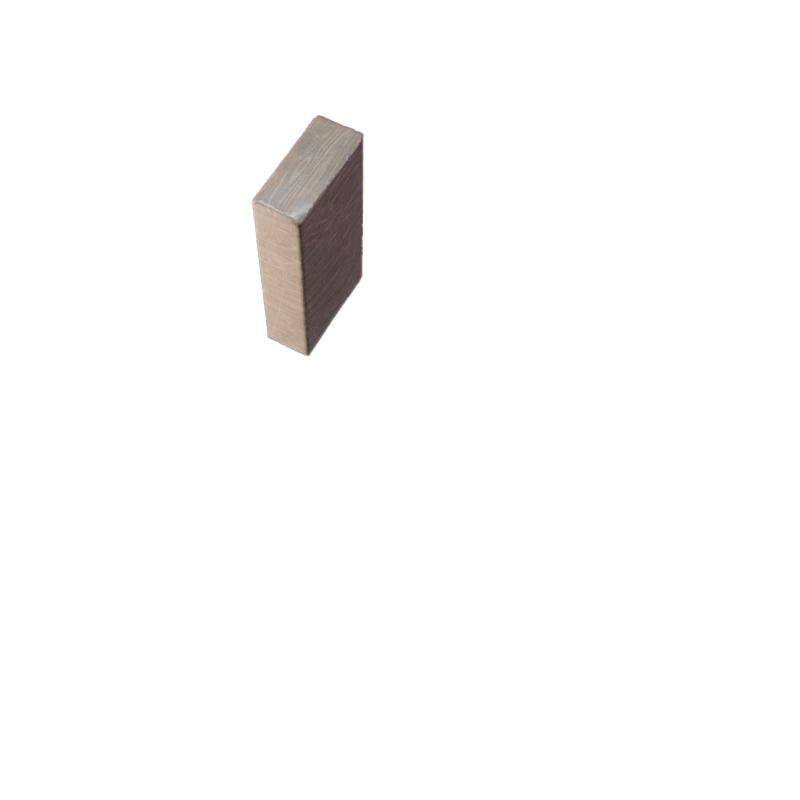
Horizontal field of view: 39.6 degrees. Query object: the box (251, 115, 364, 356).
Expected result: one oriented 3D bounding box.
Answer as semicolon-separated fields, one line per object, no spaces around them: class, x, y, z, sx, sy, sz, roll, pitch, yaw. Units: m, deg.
box;-0.064;-0.118;0.826;0.049;0.096;0.166;26;-28;10
